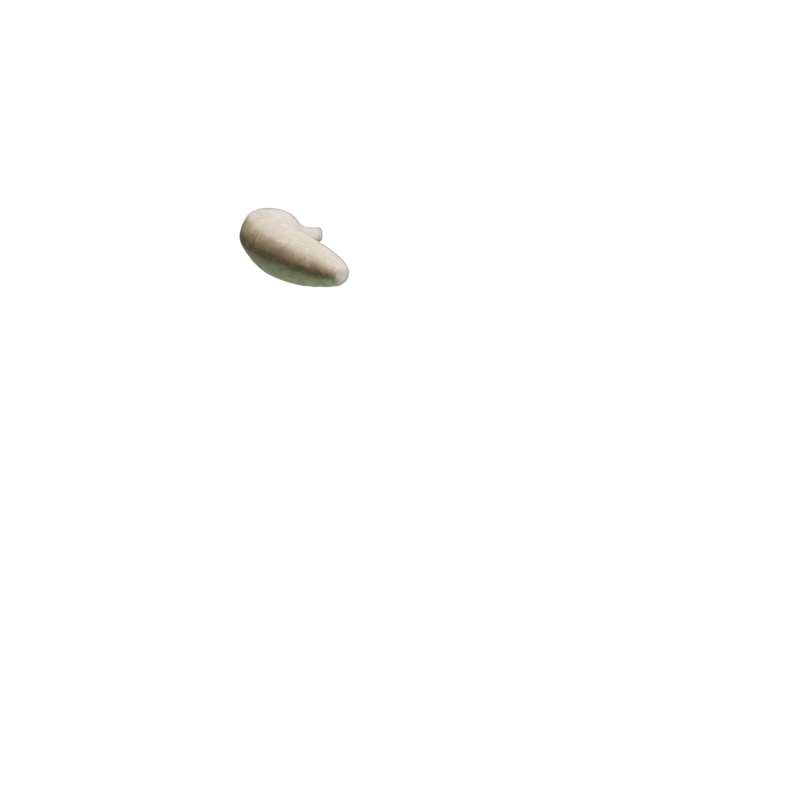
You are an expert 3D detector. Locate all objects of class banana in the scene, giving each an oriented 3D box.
[{"bbox_3d":[-0.082,-0.116,0.808,0.069,0.035,0.206,-2,18,-8],"label":"banana"}]
